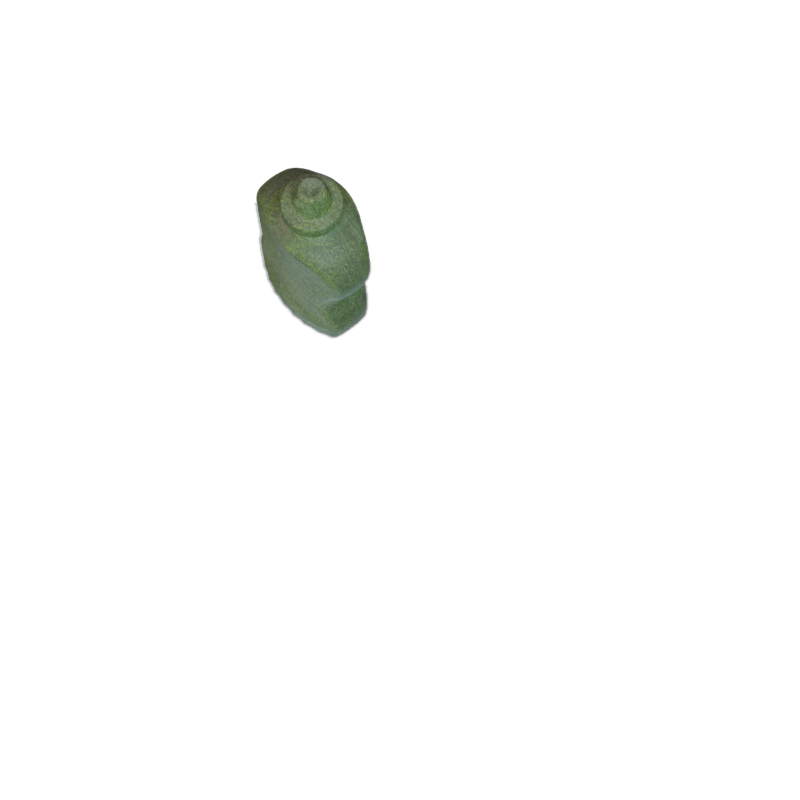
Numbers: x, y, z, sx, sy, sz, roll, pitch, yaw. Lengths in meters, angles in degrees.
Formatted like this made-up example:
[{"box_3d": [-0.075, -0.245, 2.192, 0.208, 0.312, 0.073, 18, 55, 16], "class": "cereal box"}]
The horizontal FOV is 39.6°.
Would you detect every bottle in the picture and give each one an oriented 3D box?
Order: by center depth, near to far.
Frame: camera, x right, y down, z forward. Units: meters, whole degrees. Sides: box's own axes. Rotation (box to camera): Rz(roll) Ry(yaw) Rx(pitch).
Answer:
[{"box_3d": [-0.061, -0.110, 0.773, 0.058, 0.100, 0.185, -35, -10, -11], "class": "bottle"}]
